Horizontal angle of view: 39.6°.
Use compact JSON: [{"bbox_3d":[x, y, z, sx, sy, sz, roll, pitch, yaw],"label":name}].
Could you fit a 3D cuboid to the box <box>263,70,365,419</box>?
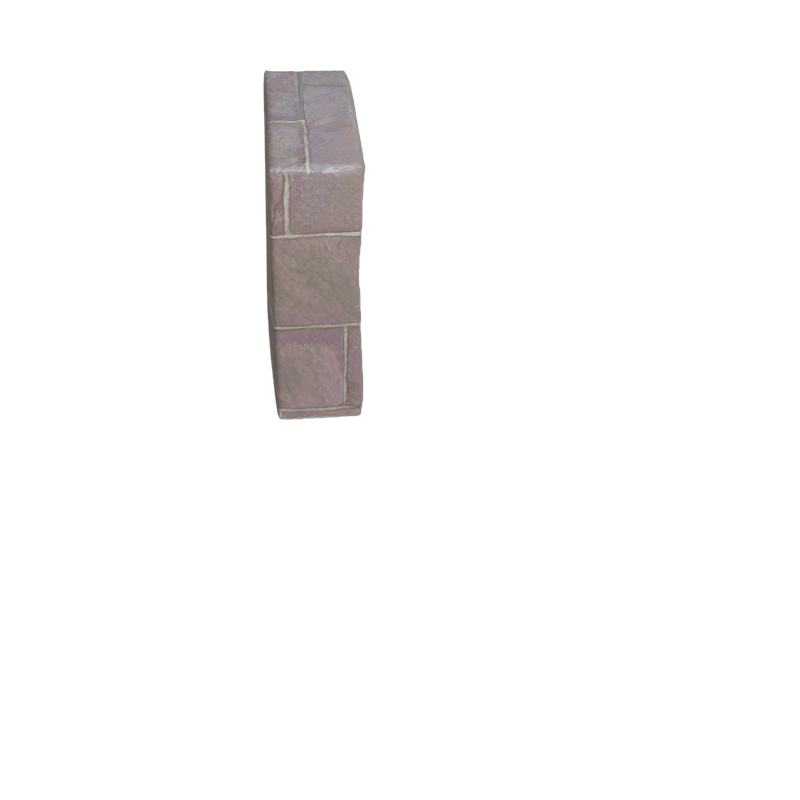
[{"bbox_3d":[-0.065,-0.119,0.835,0.071,0.200,0.176,-2,36,-7],"label":"box"}]
